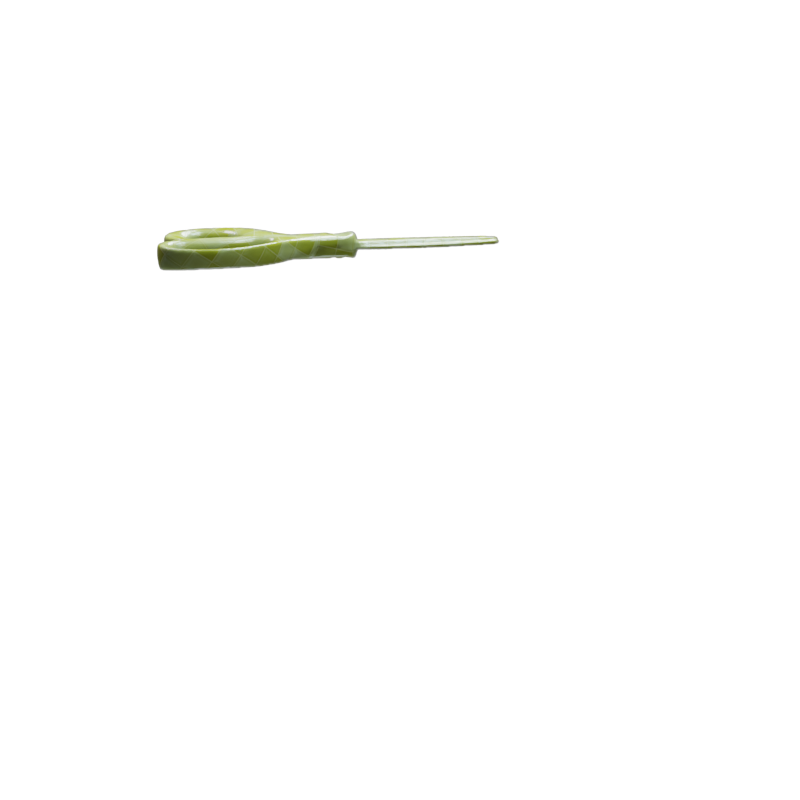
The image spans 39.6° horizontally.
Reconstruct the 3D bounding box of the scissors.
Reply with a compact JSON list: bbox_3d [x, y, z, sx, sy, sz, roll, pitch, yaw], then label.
[{"bbox_3d":[-0.052,-0.094,0.658,0.197,0.015,0.101,-8,18,-27],"label":"scissors"}]
